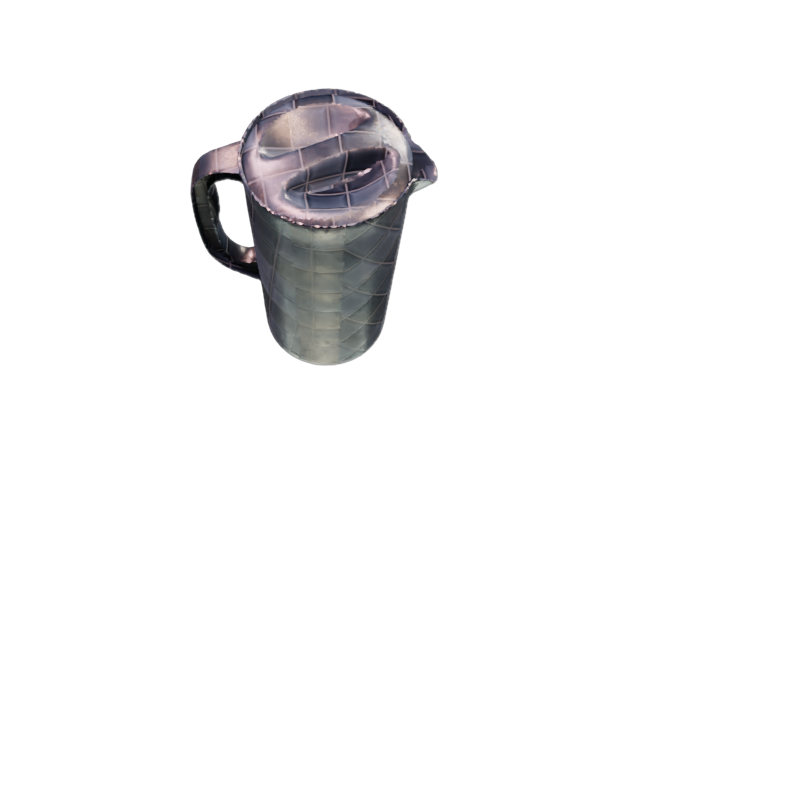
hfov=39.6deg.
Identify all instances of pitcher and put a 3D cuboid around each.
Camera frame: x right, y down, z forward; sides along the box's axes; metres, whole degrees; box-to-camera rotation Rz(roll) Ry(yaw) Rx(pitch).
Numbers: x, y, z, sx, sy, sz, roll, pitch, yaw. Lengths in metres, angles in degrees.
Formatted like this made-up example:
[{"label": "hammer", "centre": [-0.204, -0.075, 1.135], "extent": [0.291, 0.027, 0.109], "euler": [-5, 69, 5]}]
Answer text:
[{"label": "pitcher", "centre": [-0.072, -0.131, 0.915], "extent": [0.146, 0.157, 0.228], "euler": [-40, -21, -23]}]
